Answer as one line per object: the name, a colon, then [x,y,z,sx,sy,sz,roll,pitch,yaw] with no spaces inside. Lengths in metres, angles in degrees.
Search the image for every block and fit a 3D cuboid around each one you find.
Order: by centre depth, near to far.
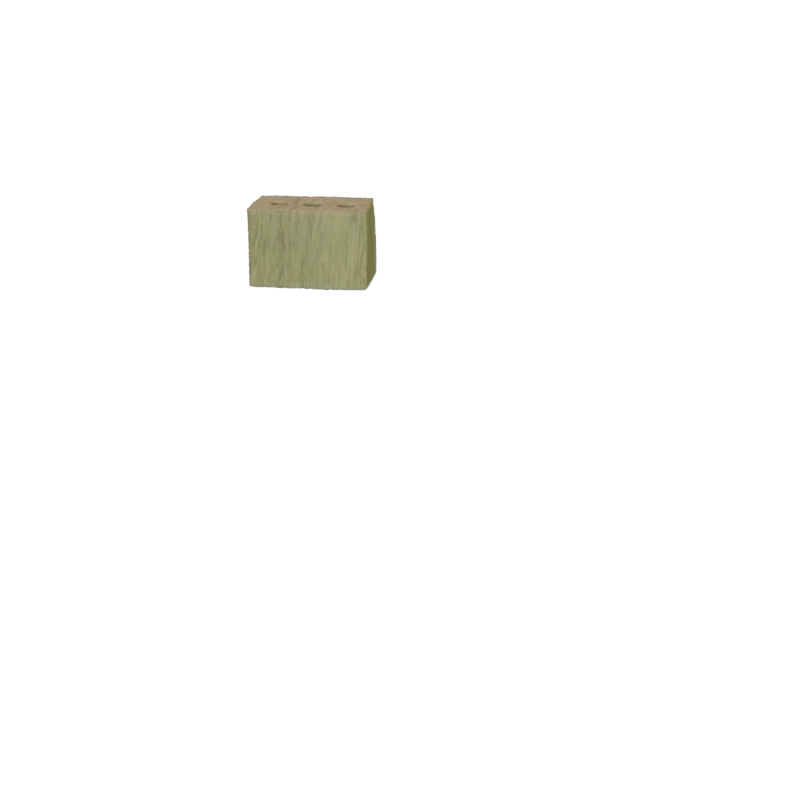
block: [-0.056,-0.102,0.714,0.079,0.050,0.054,2,16,6]
